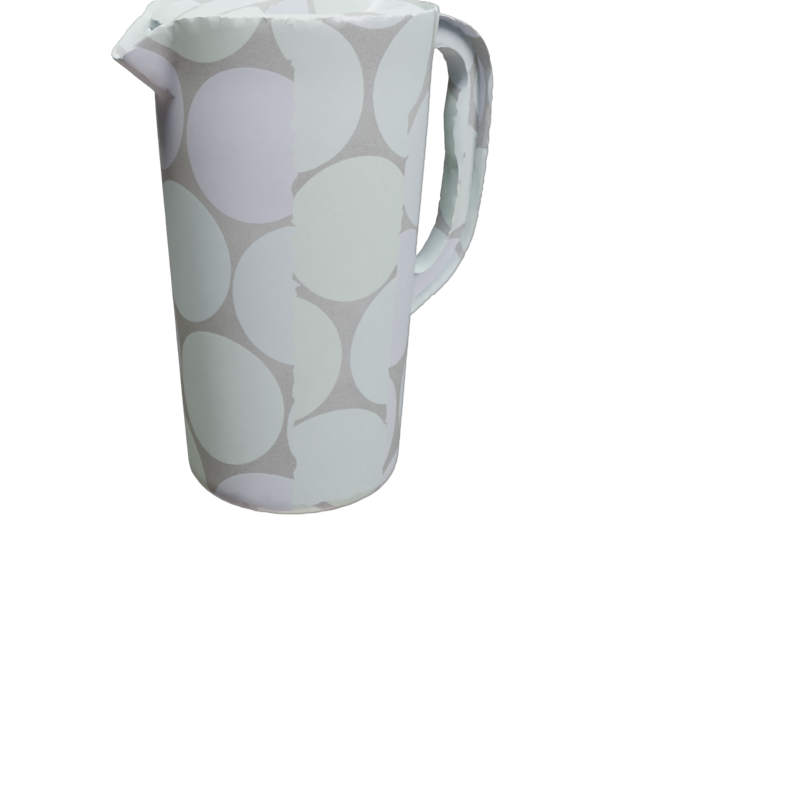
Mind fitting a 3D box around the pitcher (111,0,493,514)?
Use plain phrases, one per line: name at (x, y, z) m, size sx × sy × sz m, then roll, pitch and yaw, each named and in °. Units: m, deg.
pitcher at (-0.042, -0.077, 0.539) m, size 0.153 × 0.233 × 0.148 m, roll 7°, pitch 21°, yaw 15°
